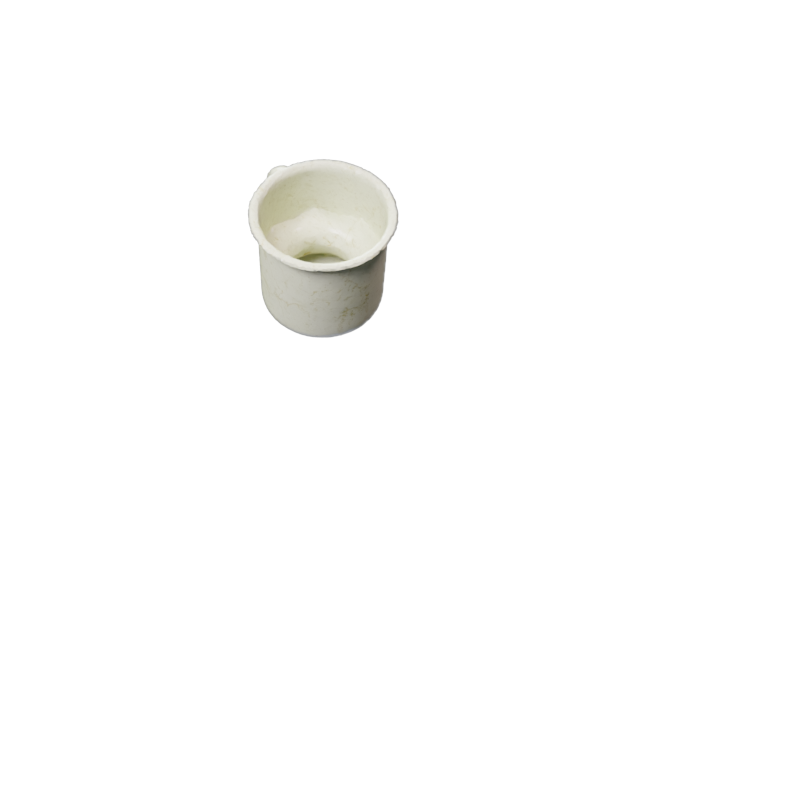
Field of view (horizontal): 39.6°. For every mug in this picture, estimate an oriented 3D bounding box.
[{"bbox_3d":[-0.056,-0.103,0.721,0.093,0.126,0.076,-25,-33,-19],"label":"mug"}]
